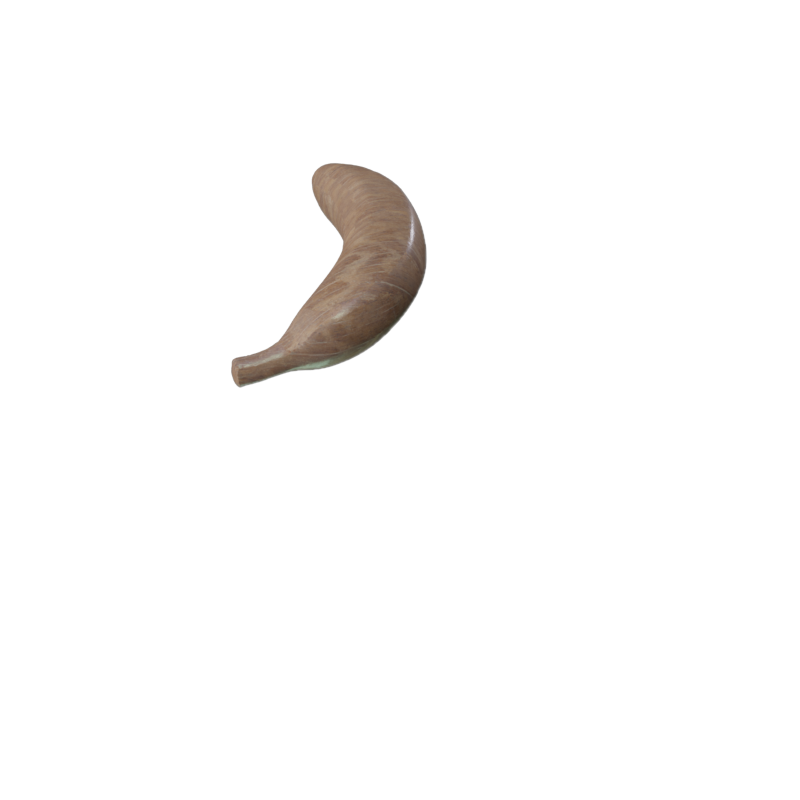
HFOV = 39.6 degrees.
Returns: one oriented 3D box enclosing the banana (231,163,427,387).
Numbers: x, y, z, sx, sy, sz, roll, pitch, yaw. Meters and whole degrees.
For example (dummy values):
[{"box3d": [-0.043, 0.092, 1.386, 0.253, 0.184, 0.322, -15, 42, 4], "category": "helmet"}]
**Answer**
[{"box3d": [-0.022, -0.069, 0.502, 0.070, 0.035, 0.207, 4, 31, 5], "category": "banana"}]
